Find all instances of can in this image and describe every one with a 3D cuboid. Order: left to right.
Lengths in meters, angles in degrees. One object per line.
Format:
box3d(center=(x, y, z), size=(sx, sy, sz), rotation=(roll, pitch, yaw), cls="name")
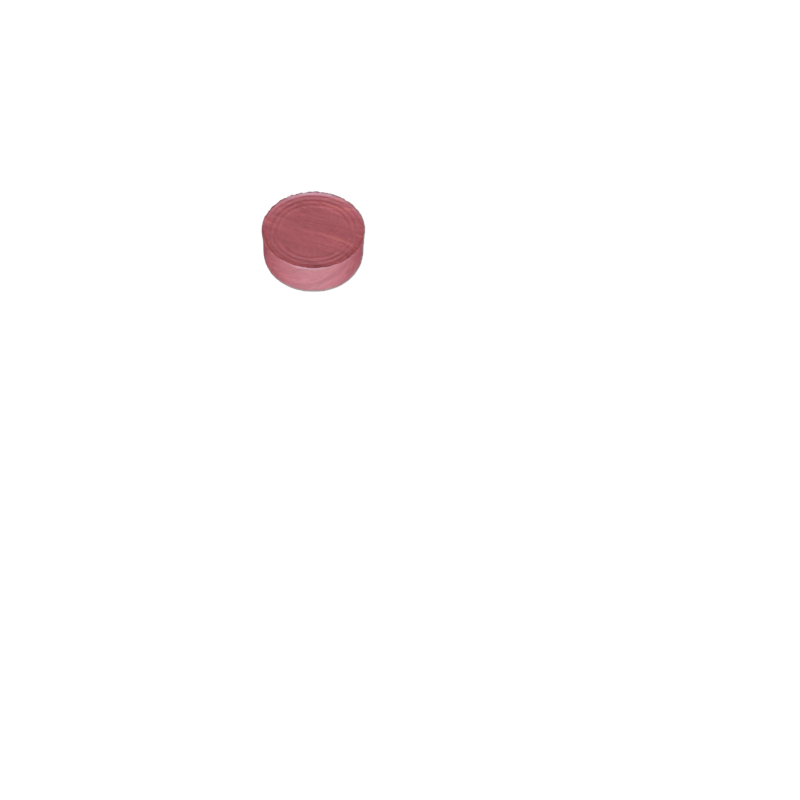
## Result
box3d(center=(-0.073, -0.132, 0.926), size=(0.086, 0.092, 0.031), rotation=(-1, -38, -1), cls="can")
